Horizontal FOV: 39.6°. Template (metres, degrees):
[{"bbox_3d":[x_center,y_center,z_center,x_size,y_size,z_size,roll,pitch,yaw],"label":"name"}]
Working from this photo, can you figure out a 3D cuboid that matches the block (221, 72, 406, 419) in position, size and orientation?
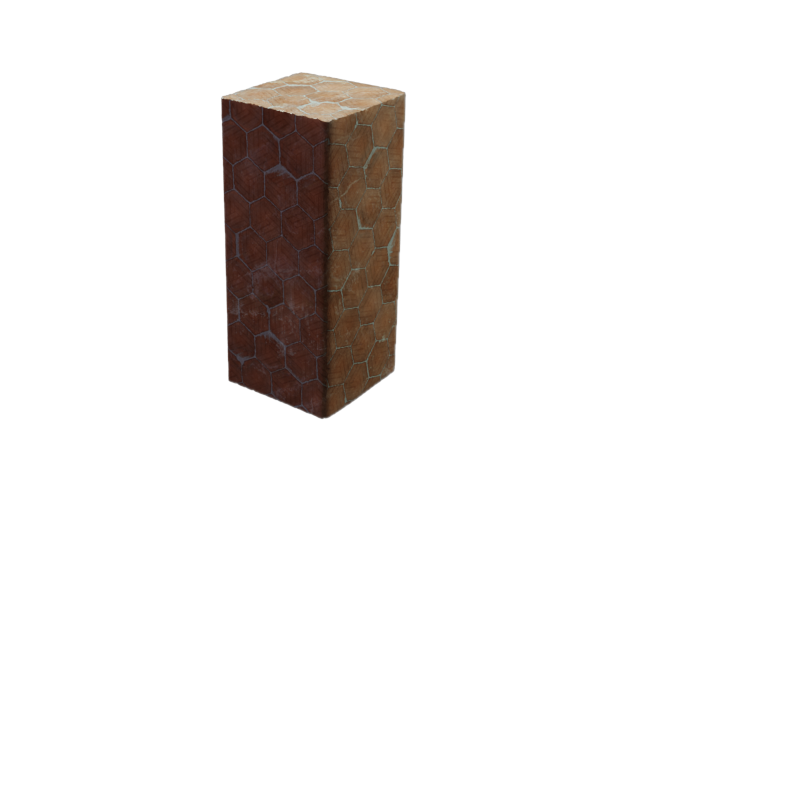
[{"bbox_3d":[-0.058,-0.108,0.753,0.096,0.196,0.090,17,29,31],"label":"block"}]
